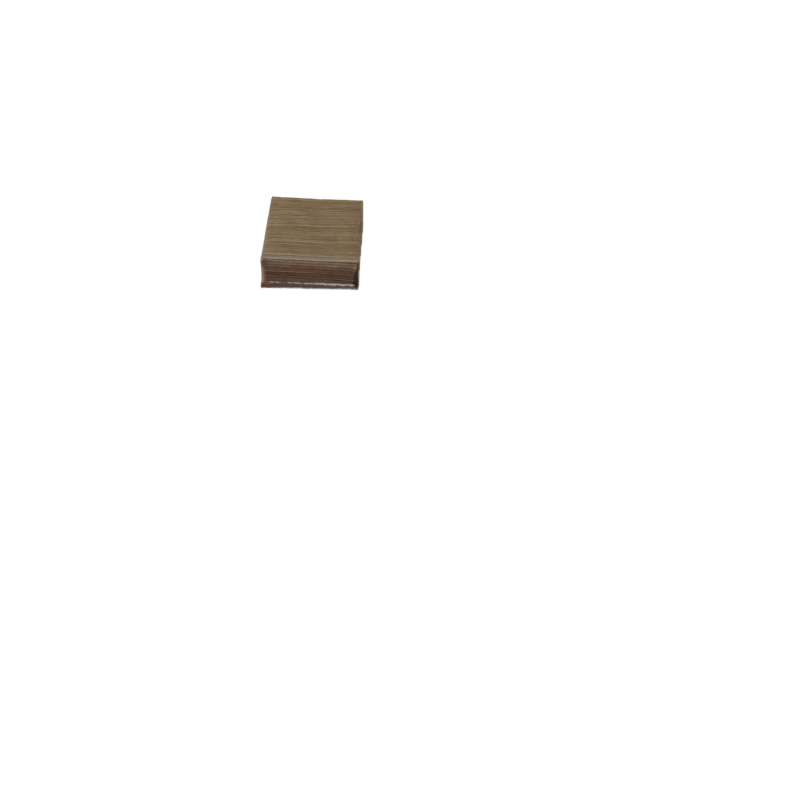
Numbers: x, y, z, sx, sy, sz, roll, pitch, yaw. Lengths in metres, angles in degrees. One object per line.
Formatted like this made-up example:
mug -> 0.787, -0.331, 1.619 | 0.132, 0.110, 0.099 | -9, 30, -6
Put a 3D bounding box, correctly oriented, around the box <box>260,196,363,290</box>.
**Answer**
box -> -0.066, -0.120, 0.839 | 0.073, 0.028, 0.095 | 2, 39, 1
